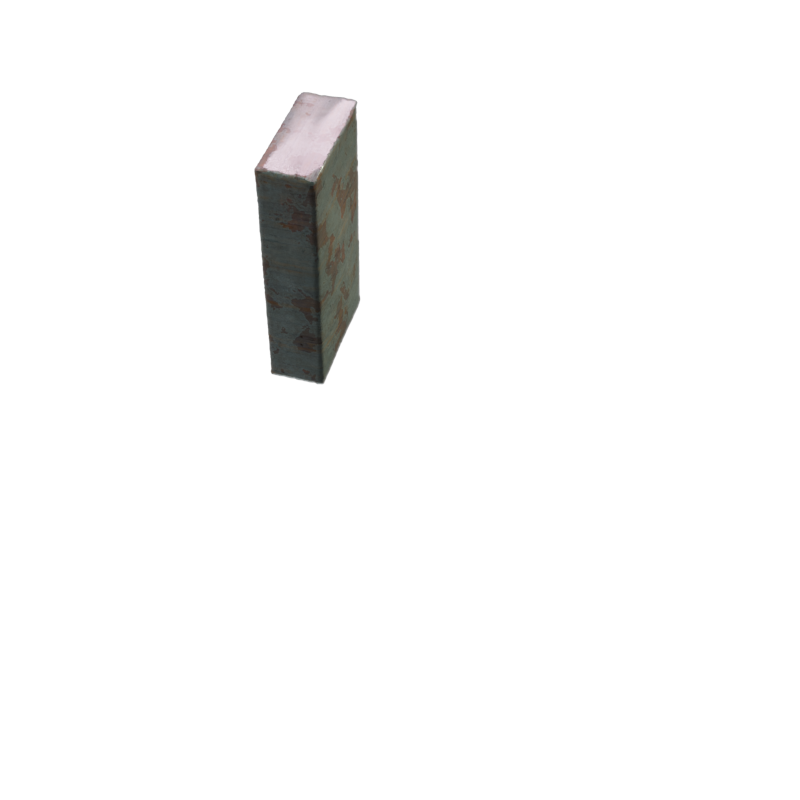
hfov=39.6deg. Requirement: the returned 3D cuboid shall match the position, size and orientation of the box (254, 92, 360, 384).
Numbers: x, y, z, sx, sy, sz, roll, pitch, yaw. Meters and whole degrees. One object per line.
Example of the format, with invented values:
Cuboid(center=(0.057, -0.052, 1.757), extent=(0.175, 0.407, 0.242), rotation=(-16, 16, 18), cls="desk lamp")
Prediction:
Cuboid(center=(-0.058, -0.105, 0.738), extent=(0.049, 0.164, 0.098), rotation=(13, 46, 8), cls="box")
